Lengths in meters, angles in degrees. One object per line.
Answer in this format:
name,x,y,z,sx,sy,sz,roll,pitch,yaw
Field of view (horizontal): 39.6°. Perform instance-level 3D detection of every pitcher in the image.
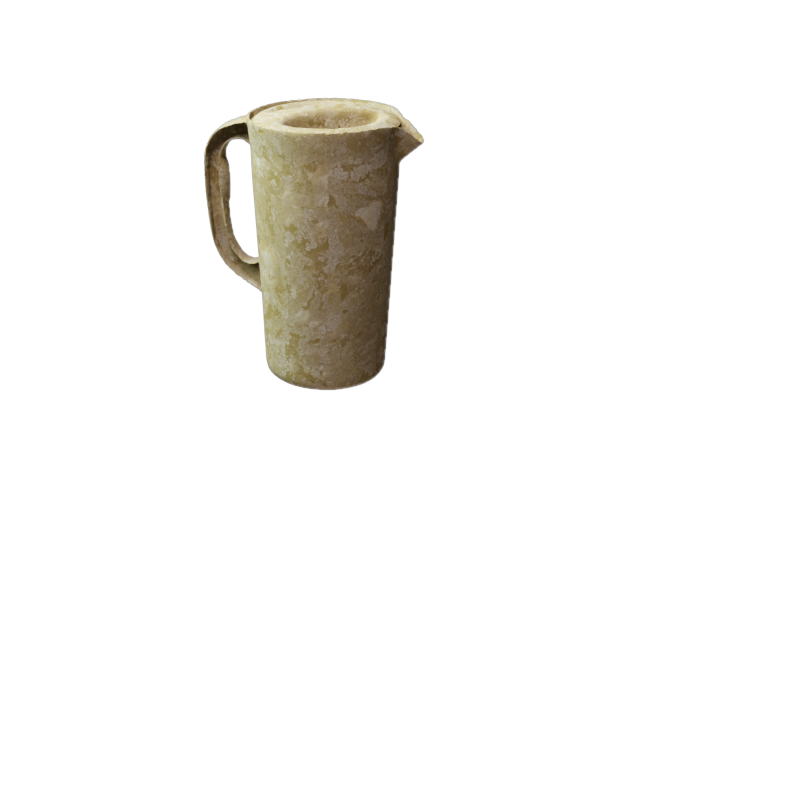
pitcher,-0.076,-0.139,0.970,0.142,0.232,0.159,-15,27,-34
